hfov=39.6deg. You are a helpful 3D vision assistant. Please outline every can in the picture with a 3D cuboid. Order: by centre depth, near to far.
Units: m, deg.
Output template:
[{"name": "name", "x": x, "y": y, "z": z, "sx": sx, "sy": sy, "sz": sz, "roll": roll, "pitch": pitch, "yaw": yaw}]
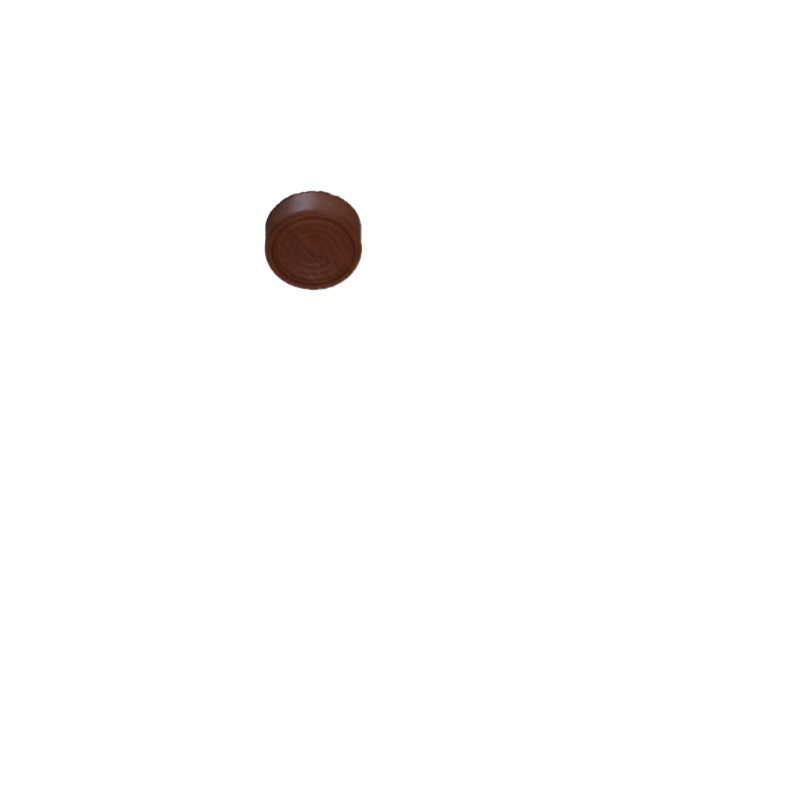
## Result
[{"name": "can", "x": -0.076, "y": -0.138, "z": 0.965, "sx": 0.086, "sy": 0.080, "sz": 0.036, "roll": 1, "pitch": 39, "yaw": -1}]
